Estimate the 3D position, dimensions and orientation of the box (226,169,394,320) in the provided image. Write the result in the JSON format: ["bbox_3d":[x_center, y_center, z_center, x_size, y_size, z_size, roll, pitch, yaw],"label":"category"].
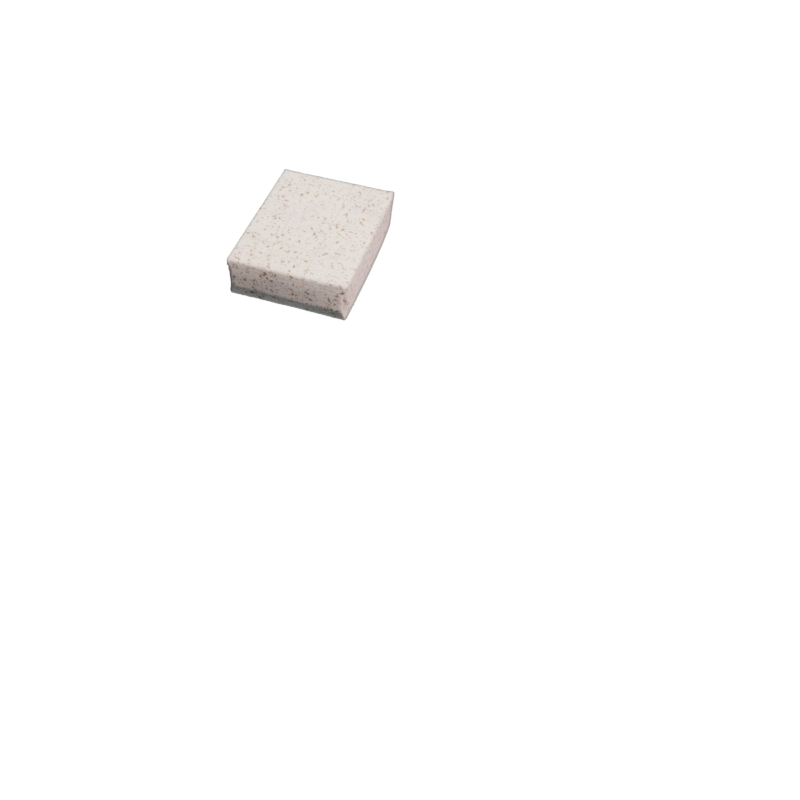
[{"bbox_3d":[-0.063,-0.115,0.808,0.092,0.036,0.119,13,46,13],"label":"box"}]
